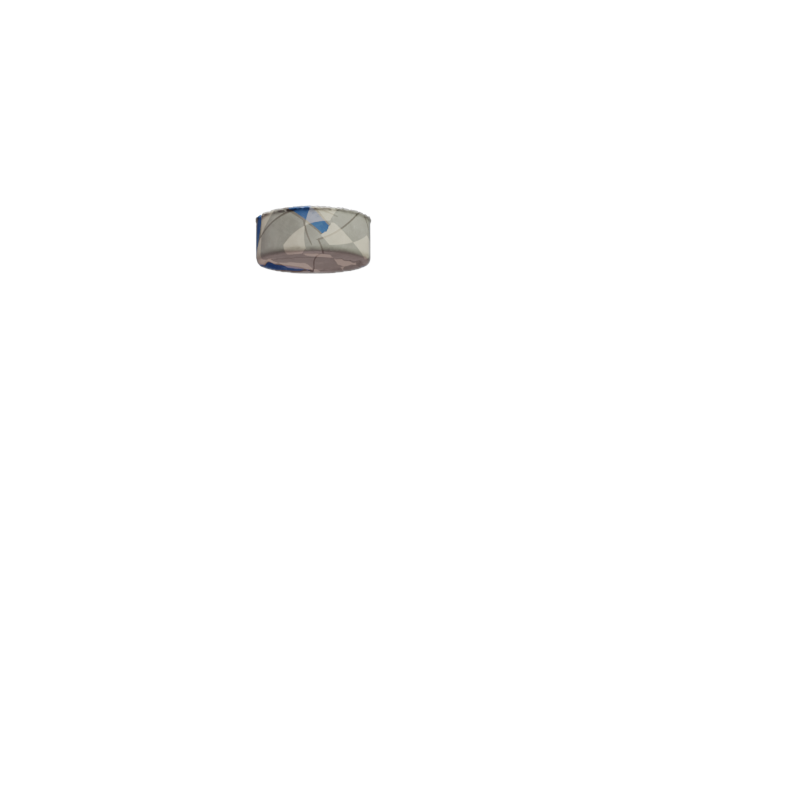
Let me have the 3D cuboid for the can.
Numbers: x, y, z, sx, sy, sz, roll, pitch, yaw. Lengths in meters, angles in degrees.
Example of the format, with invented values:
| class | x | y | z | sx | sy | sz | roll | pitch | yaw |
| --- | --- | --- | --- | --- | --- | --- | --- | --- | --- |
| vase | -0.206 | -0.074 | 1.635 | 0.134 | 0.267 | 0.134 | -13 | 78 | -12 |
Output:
| class | x | y | z | sx | sy | sz | roll | pitch | yaw |
| --- | --- | --- | --- | --- | --- | --- | --- | --- | --- |
| can | -0.064 | -0.117 | 0.818 | 0.086 | 0.034 | 0.084 | 0 | -6 | -2 |
